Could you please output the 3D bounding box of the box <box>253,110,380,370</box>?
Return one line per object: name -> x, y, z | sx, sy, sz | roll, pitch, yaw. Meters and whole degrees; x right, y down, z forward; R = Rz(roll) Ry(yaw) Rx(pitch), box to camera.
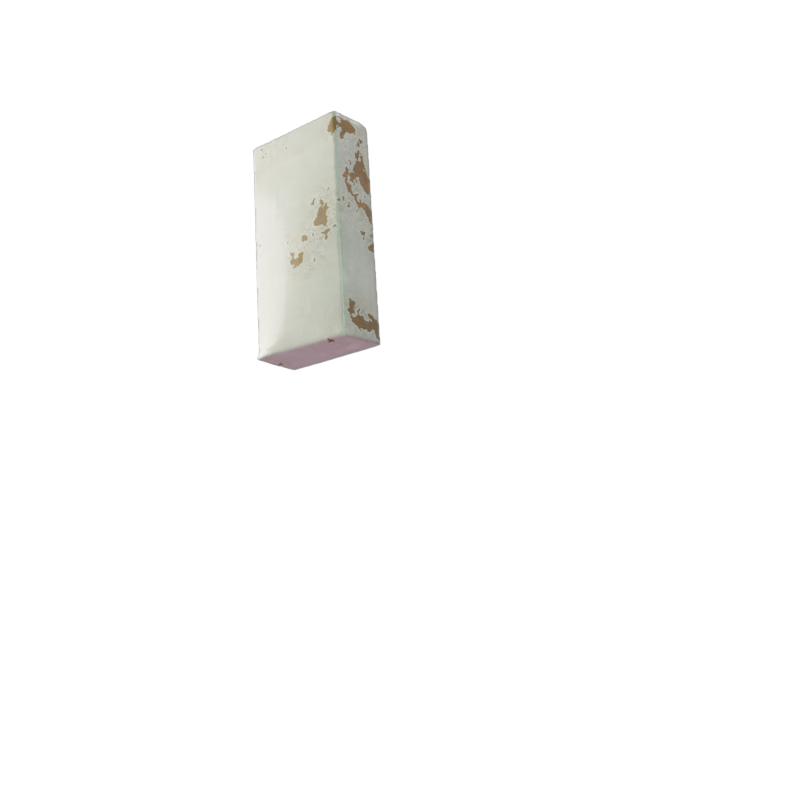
box -> -0.065, -0.119, 0.835 | 0.095, 0.185, 0.045 | -18, -26, 38
